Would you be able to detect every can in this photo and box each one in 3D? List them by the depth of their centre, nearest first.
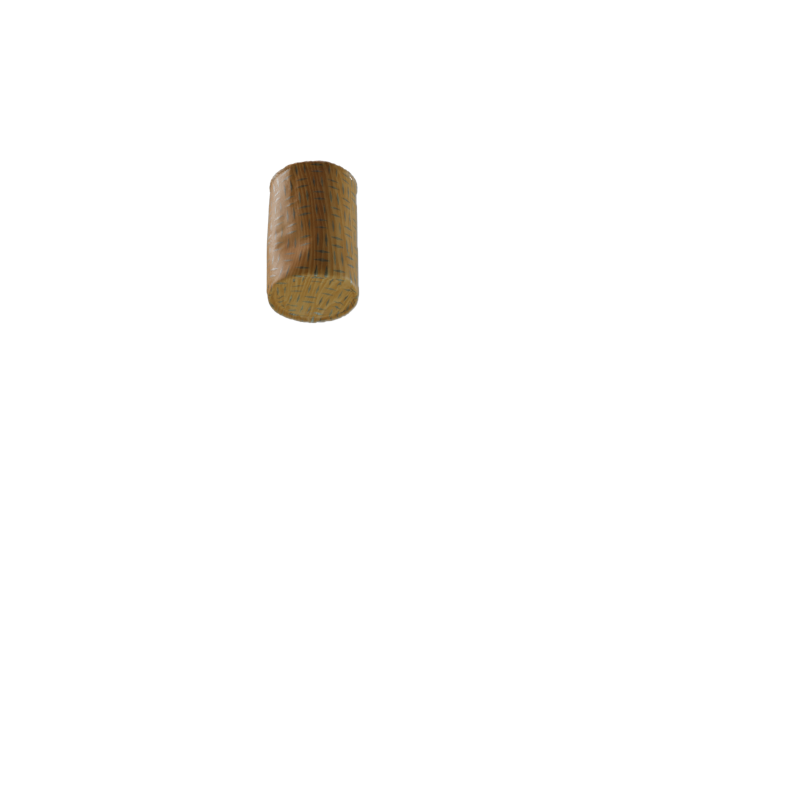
[{"bbox_3d":[-0.064,-0.117,0.821,0.068,0.109,0.064,-1,-32,-2],"label":"can"}]
